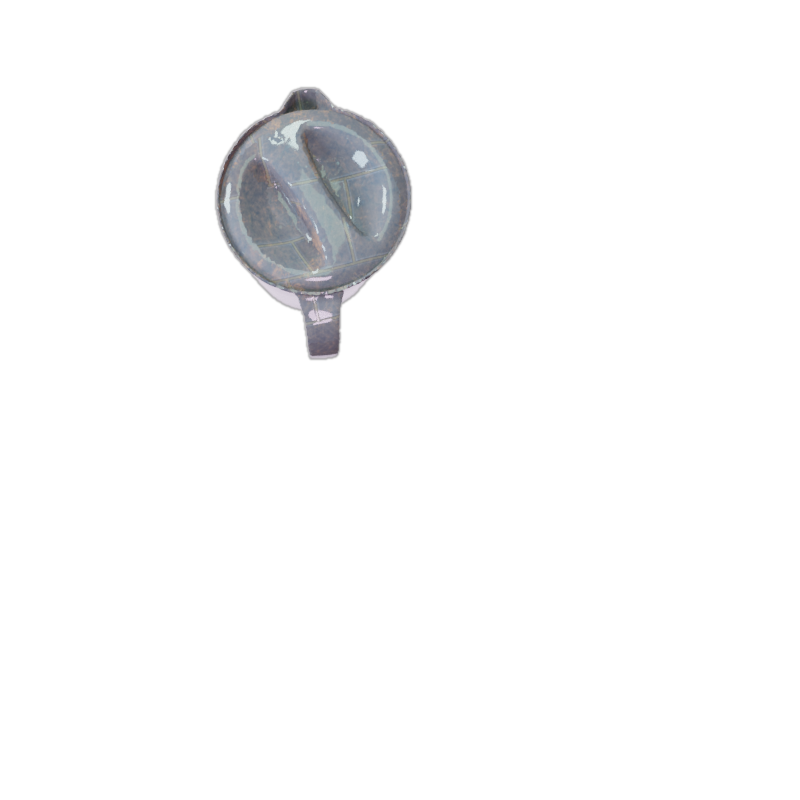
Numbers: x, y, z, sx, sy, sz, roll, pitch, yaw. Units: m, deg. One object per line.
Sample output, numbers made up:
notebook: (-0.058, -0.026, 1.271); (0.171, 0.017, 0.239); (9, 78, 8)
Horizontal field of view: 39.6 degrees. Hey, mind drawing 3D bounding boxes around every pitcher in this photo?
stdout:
pitcher: (-0.068, -0.123, 0.864); (0.146, 0.150, 0.240); (39, -5, 0)
